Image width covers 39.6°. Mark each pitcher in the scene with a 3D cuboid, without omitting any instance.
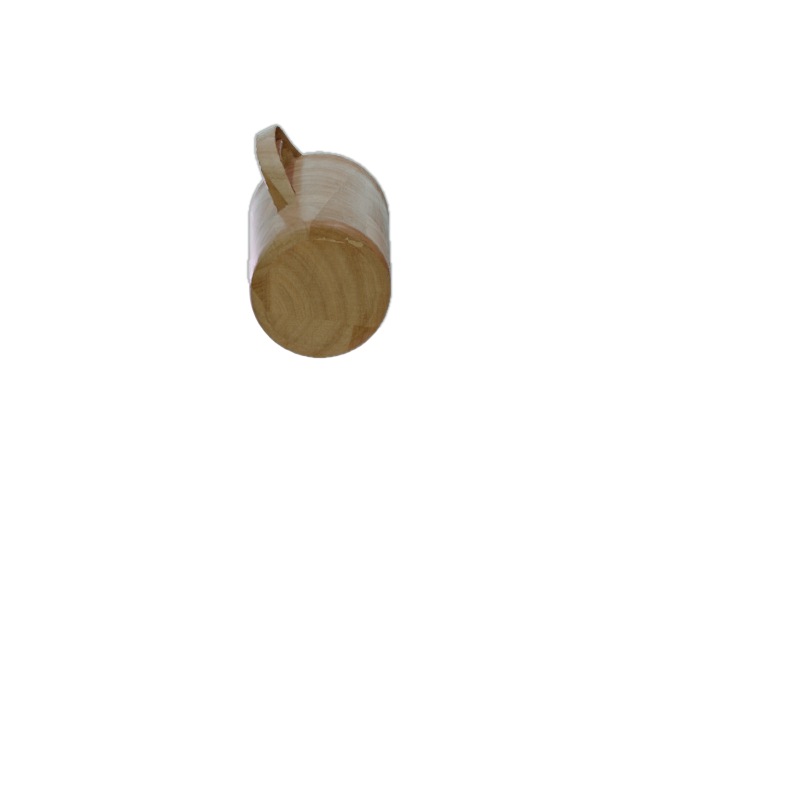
[{"bbox_3d":[-0.074,-0.134,0.940,0.147,0.141,0.253,18,18,-9],"label":"pitcher"}]
